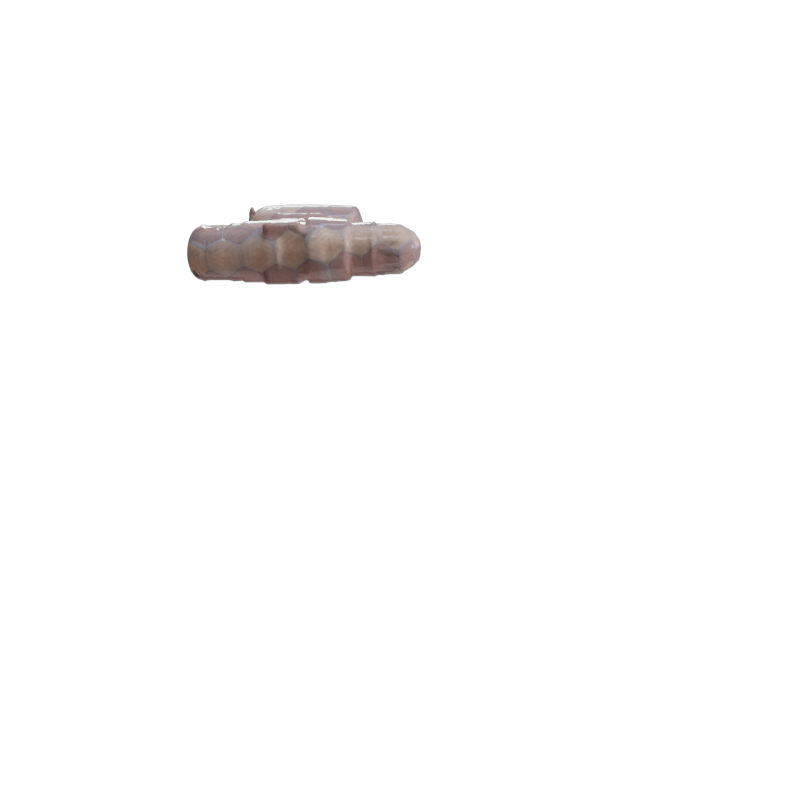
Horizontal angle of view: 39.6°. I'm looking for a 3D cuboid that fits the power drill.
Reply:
[{"bbox_3d":[-0.074,-0.134,0.941,0.186,0.056,0.190,1,11,4],"label":"power drill"}]
